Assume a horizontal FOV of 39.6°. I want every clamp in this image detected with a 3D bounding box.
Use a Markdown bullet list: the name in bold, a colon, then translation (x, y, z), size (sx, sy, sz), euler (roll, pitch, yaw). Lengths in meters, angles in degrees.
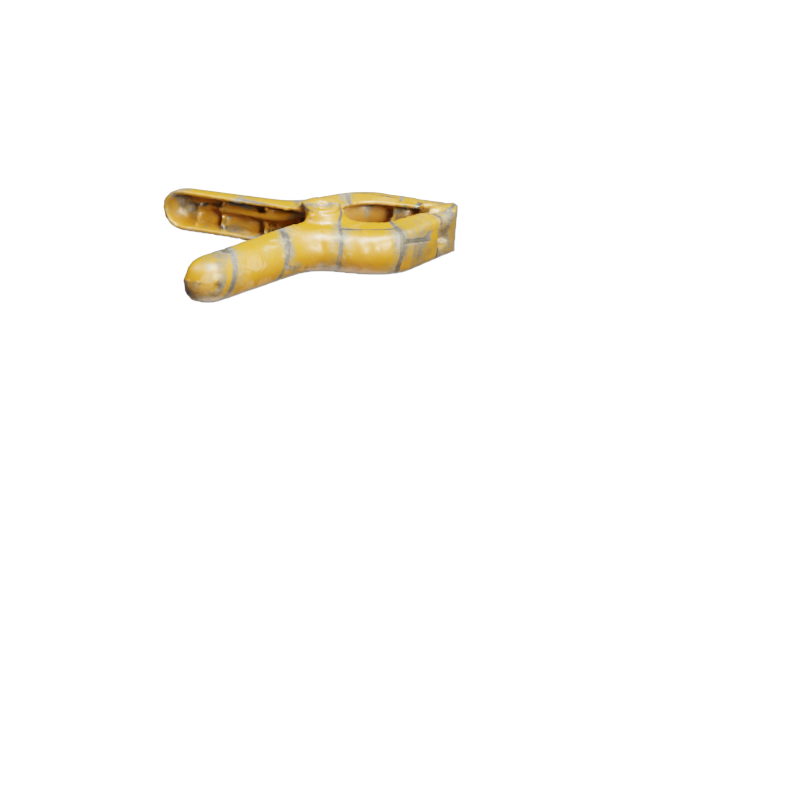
- **clamp**: translation (-0.048, -0.088, 0.619), size (0.170, 0.037, 0.129), euler (-3, 35, -4)
